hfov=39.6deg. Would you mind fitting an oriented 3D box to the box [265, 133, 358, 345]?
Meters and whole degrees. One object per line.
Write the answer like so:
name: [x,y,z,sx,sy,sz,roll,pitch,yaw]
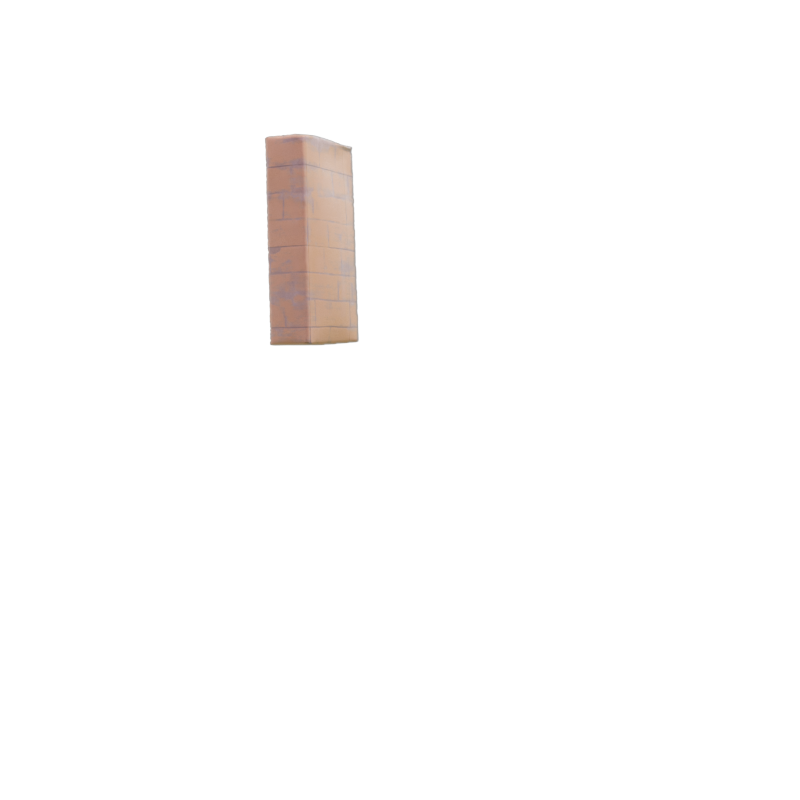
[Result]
box: [-0.075,-0.136,0.956,0.049,0.177,0.090,-1,-2,26]
